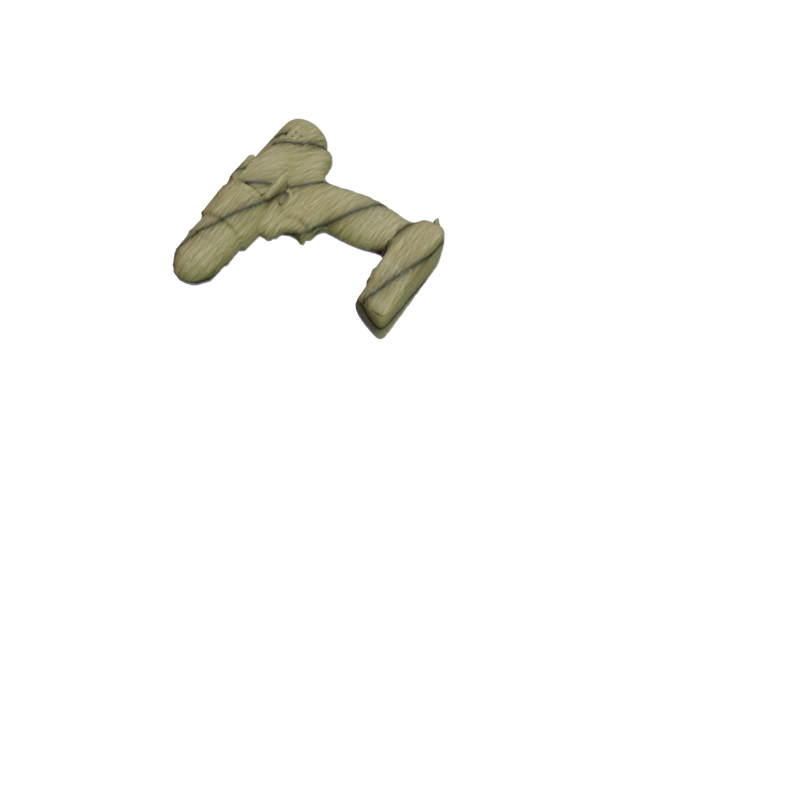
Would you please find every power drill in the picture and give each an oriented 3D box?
[{"bbox_3d":[-0.073,-0.133,0.928,0.194,0.188,0.054,32,-21,14],"label":"power drill"}]
